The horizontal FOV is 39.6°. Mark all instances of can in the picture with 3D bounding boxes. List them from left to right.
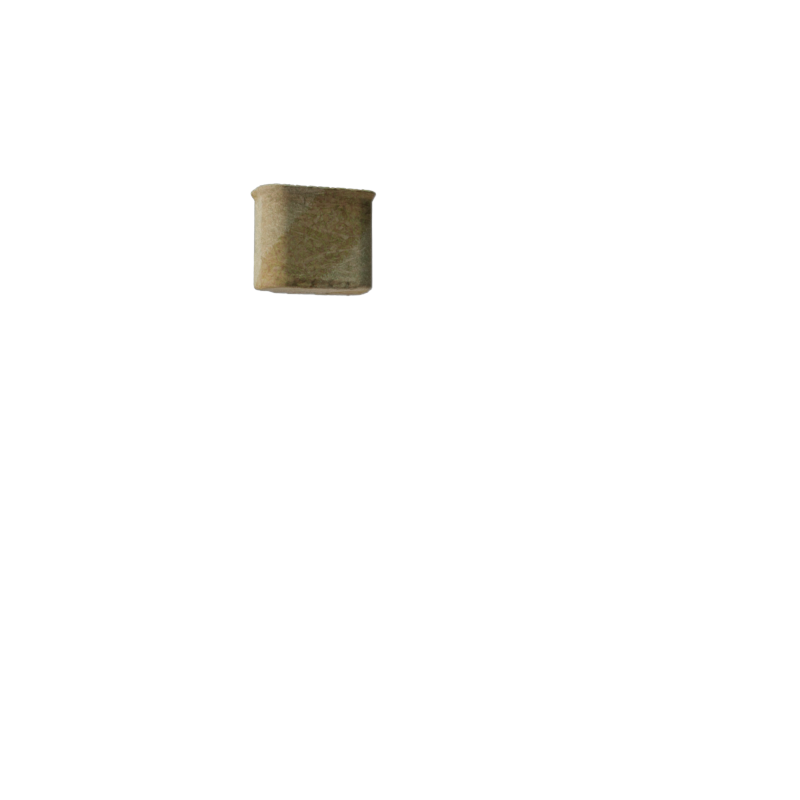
[{"bbox_3d":[-0.072,-0.131,0.918,0.099,0.085,0.058,1,-6,-20],"label":"can"}]
